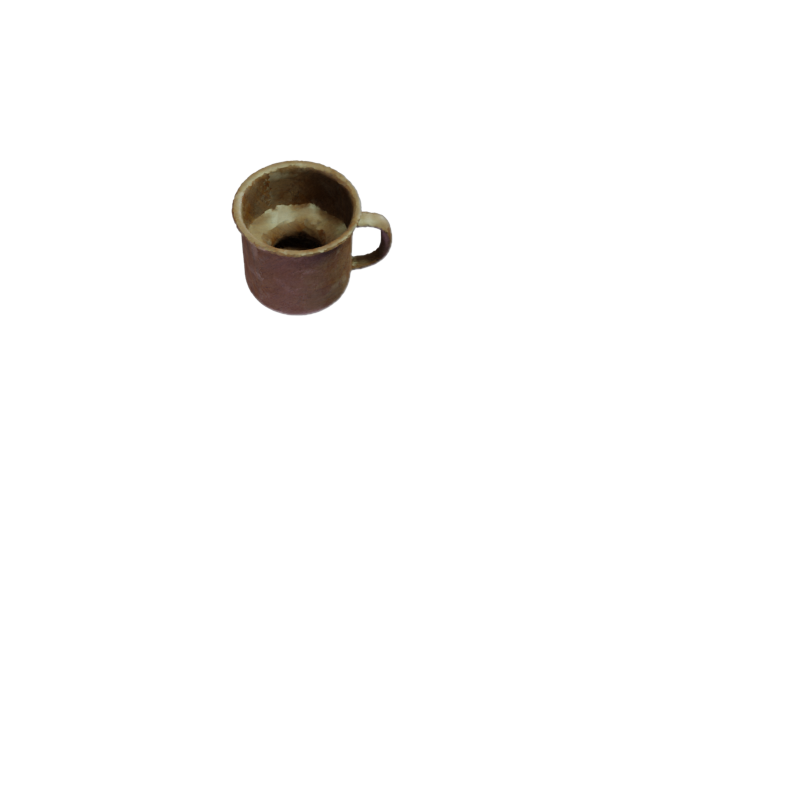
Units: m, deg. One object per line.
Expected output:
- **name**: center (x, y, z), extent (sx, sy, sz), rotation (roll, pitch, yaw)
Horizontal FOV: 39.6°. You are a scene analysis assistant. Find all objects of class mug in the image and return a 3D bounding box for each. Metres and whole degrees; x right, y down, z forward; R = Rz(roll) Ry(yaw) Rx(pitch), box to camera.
- **mug**: center (-0.065, -0.118, 0.824), extent (0.117, 0.100, 0.076), rotation (-4, -37, -4)
